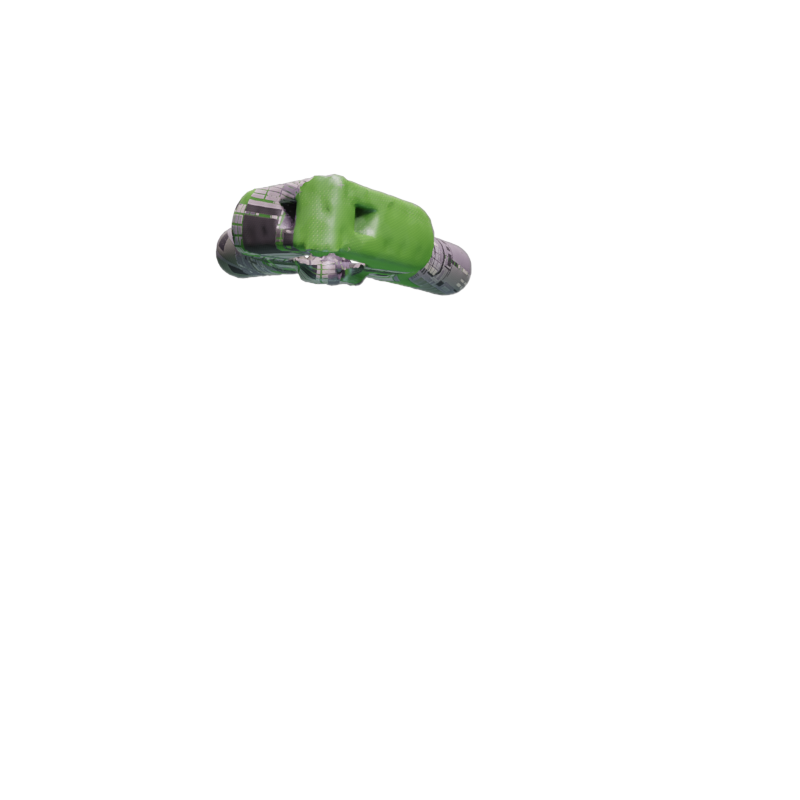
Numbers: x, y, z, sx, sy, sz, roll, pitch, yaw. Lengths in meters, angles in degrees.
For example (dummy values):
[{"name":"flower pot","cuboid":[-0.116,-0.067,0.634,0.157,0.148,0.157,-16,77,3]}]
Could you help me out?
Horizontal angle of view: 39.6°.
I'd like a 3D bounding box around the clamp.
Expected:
[{"name":"clamp","cuboid":[-0.036,-0.066,0.464,0.122,0.040,0.166,-1,-3,10]}]
